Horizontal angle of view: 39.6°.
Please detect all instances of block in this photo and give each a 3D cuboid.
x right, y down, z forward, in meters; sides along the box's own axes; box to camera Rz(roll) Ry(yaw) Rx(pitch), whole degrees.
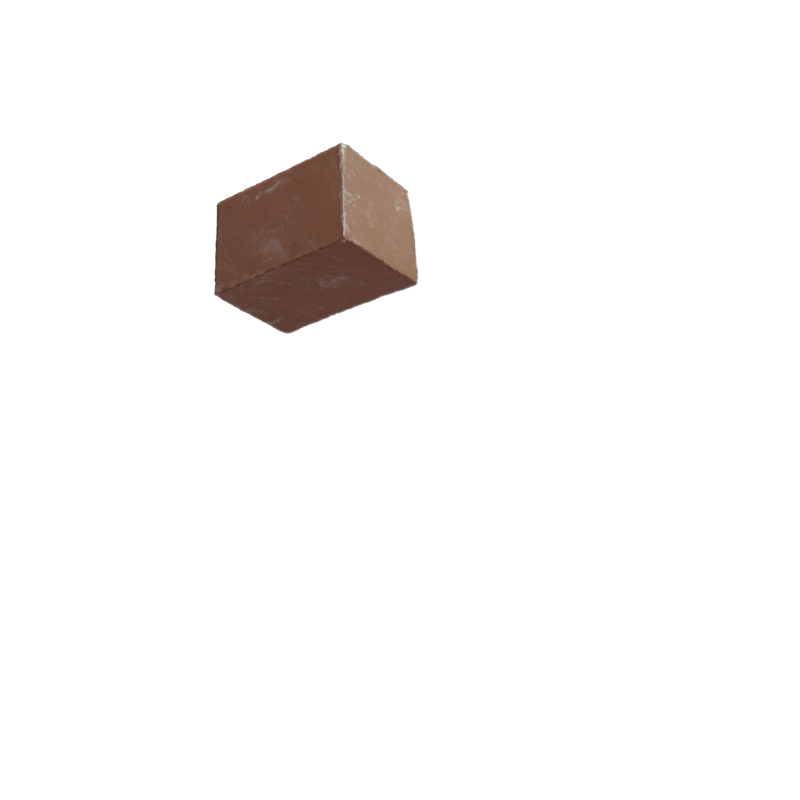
[{"bbox_3d":[-0.039,-0.072,0.501,0.079,0.054,0.049,-19,-32,32],"label":"block"}]
